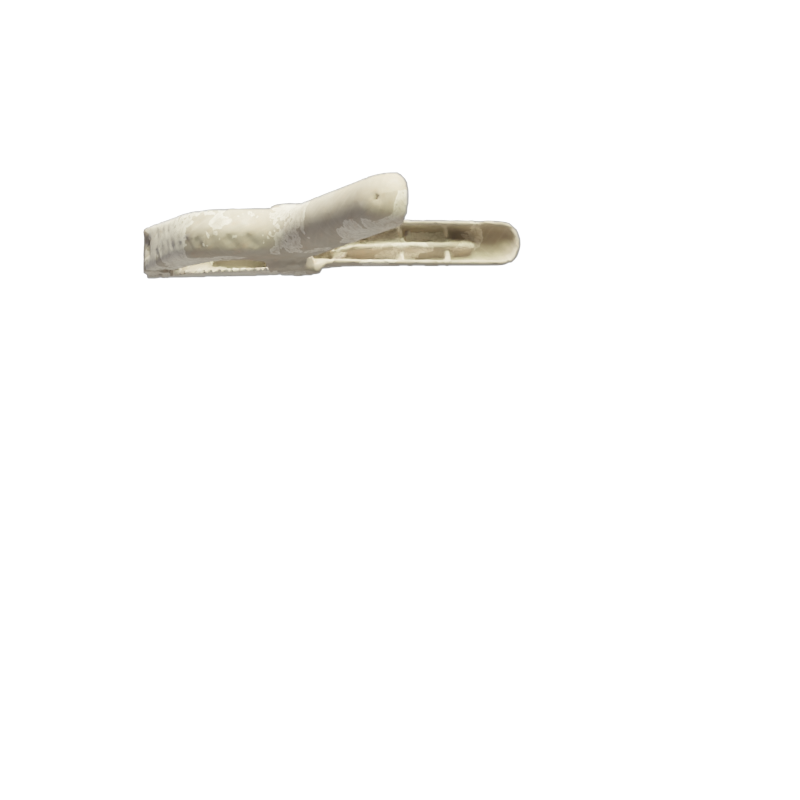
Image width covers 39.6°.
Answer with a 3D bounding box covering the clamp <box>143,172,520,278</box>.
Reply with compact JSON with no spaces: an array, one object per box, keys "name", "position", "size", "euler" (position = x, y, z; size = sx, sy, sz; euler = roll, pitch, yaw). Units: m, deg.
[{"name":"clamp","position":[-0.048,-0.087,0.608],"size":[0.216,0.037,0.157],"euler":[-2,-3,34]}]
